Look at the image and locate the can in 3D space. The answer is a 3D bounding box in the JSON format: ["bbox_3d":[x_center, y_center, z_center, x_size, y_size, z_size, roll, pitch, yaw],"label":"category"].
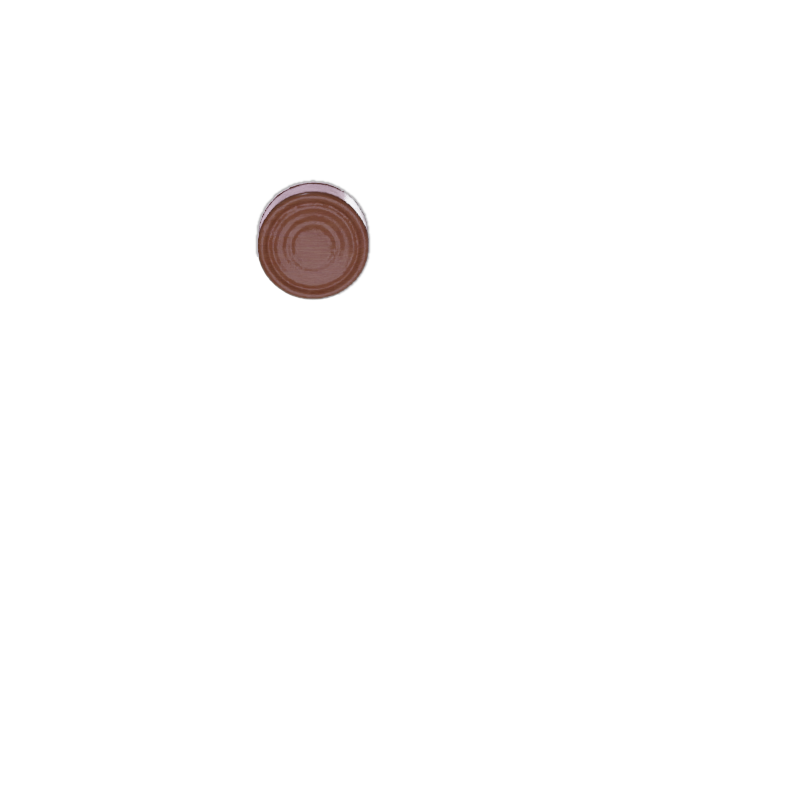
[{"bbox_3d":[-0.066,-0.120,0.840,0.086,0.083,0.035,0,18,-1],"label":"can"}]
